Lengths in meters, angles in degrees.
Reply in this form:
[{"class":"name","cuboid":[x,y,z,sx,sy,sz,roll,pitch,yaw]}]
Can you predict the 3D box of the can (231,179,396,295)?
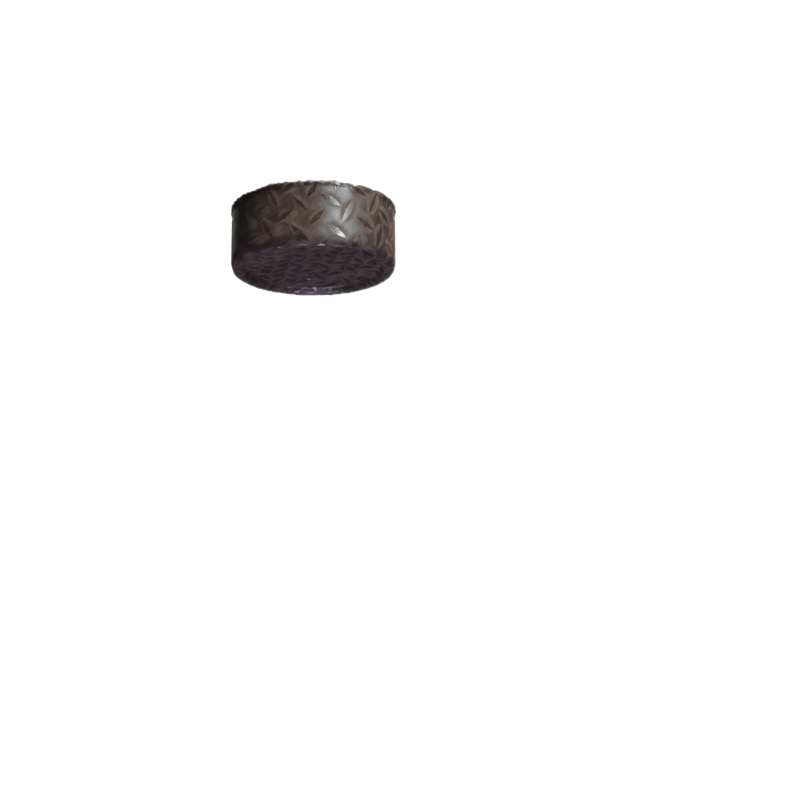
[{"class":"can","cuboid":[-0.045,-0.081,0.571,0.086,0.035,0.083,0,-14,-2]}]
